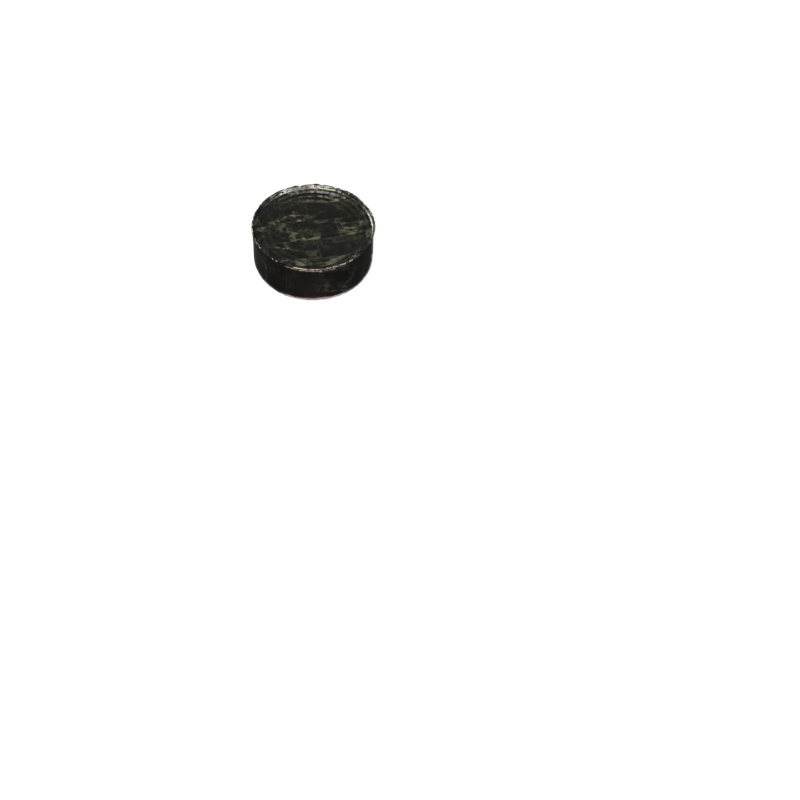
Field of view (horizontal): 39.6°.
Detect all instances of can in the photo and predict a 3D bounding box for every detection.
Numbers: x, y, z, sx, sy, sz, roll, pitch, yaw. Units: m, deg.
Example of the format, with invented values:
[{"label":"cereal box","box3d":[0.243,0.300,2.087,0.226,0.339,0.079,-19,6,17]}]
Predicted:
[{"label":"can","box3d":[-0.061,-0.111,0.776,0.086,0.092,0.031,-1,-42,-1]}]
